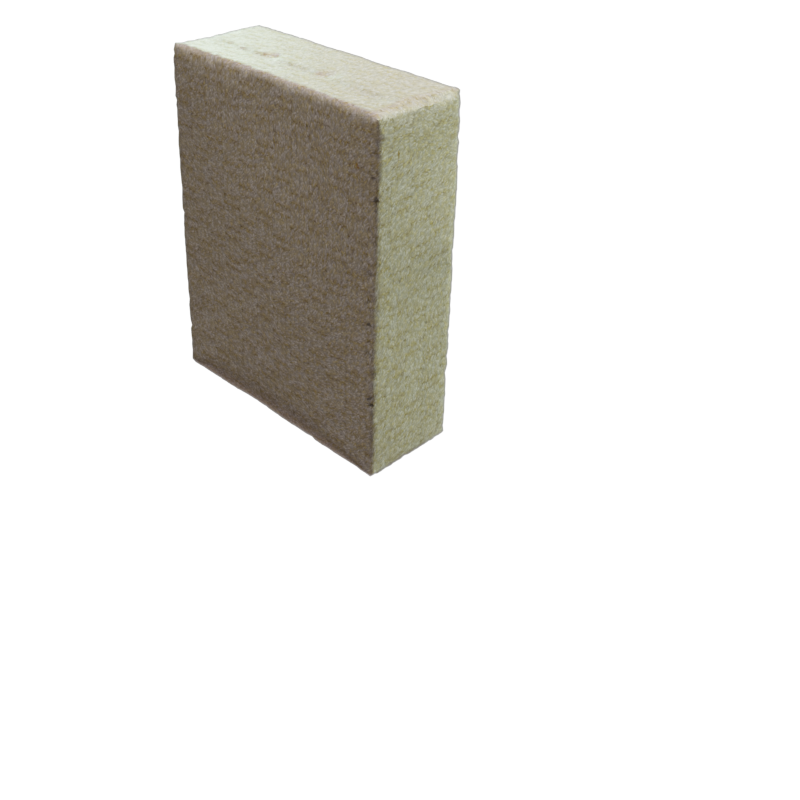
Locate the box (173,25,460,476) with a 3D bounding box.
[{"bbox_3d":[-0.050,-0.090,0.633,0.071,0.201,0.175,-23,38,-38],"label":"box"}]
